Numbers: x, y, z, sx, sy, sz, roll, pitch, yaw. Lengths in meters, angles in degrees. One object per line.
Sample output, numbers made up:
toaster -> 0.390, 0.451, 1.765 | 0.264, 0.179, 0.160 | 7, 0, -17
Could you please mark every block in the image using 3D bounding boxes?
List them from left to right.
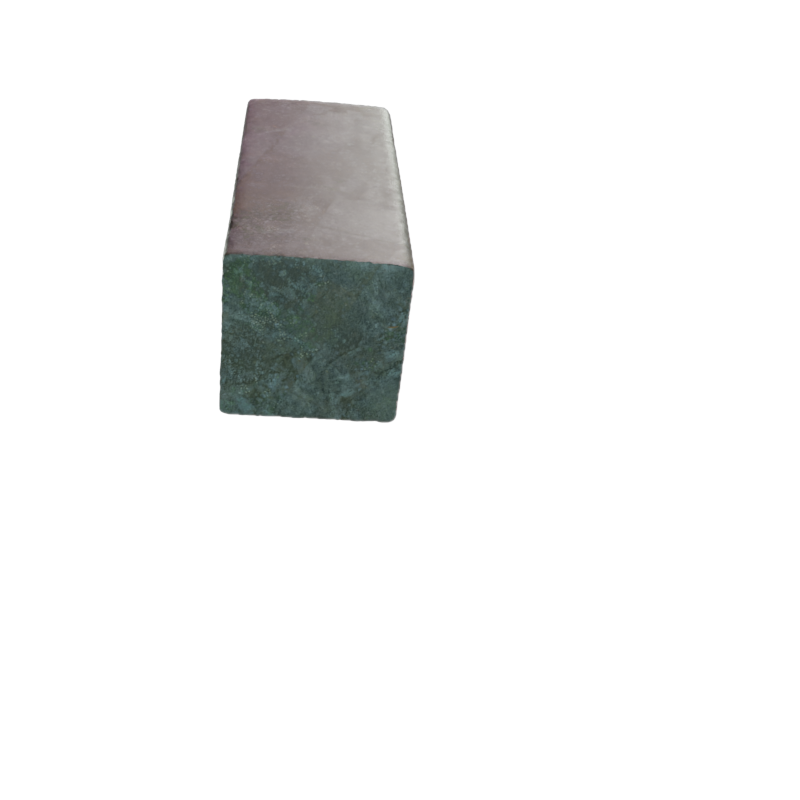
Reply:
block -> -0.047, -0.088, 0.614 | 0.090, 0.086, 0.220 | 3, 32, -6
